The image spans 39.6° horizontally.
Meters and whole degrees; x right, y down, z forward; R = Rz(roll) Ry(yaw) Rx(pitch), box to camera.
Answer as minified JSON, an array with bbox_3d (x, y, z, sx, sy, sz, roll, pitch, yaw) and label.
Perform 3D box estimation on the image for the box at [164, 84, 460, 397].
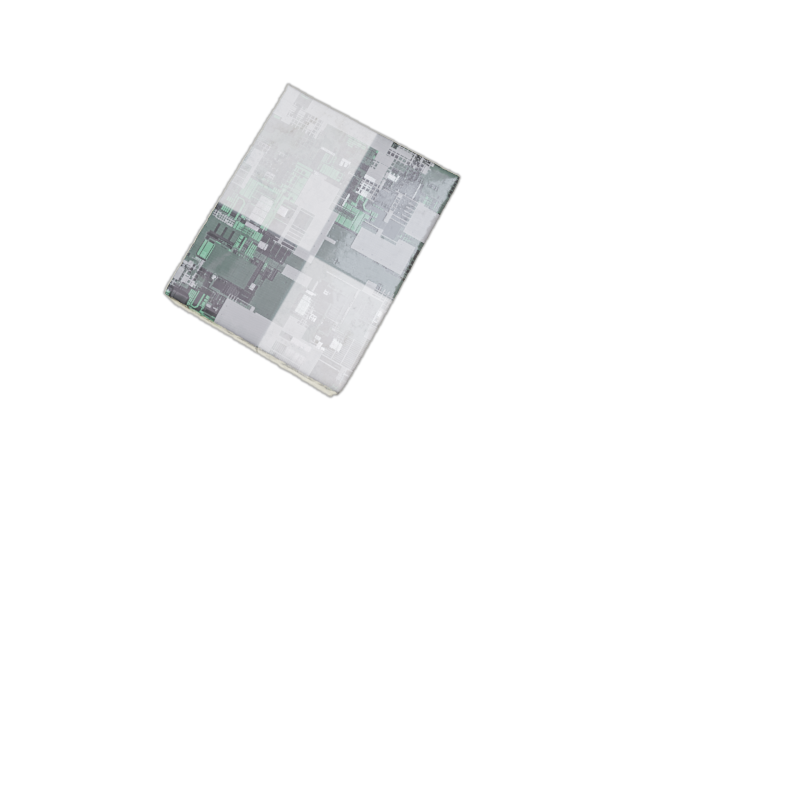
[{"bbox_3d":[-0.039,-0.072,0.503,0.091,0.115,0.038,29,-10,4],"label":"box"}]
